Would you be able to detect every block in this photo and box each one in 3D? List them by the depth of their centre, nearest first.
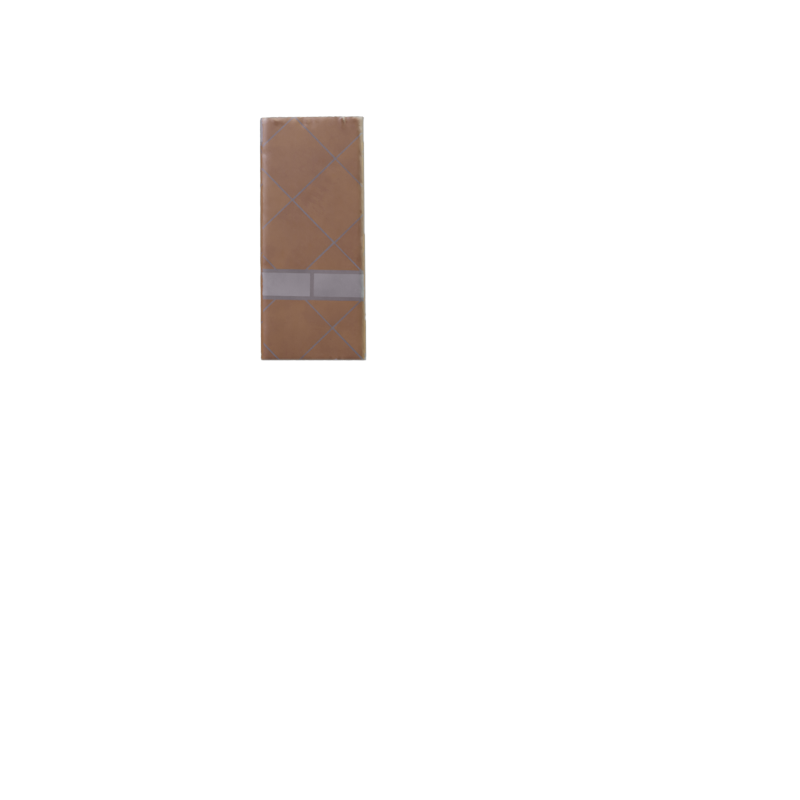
[{"bbox_3d":[-0.076,-0.139,0.973,0.091,0.209,0.089,0,-4,-1],"label":"block"}]
